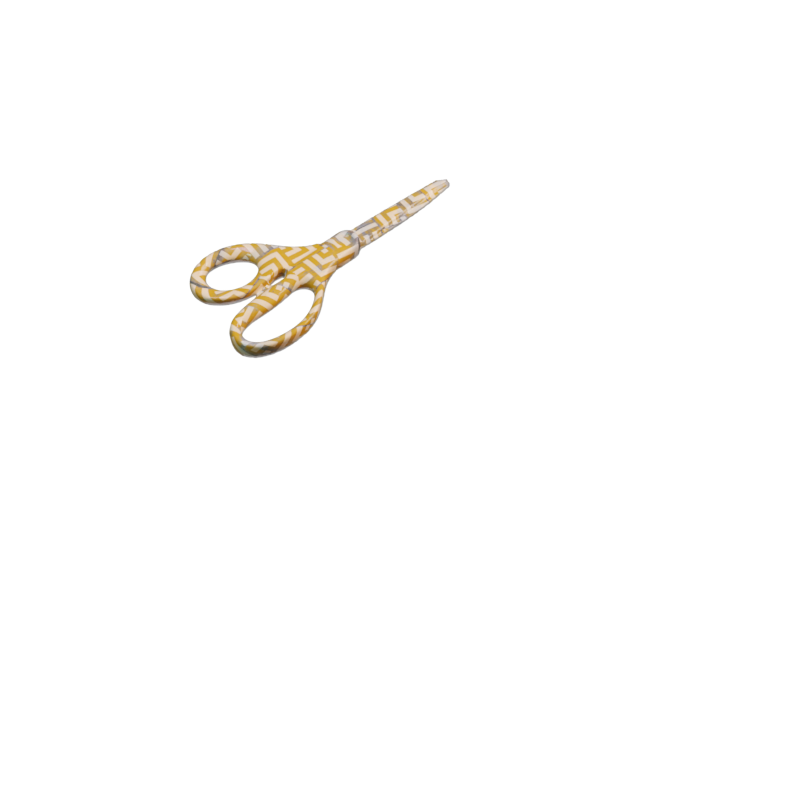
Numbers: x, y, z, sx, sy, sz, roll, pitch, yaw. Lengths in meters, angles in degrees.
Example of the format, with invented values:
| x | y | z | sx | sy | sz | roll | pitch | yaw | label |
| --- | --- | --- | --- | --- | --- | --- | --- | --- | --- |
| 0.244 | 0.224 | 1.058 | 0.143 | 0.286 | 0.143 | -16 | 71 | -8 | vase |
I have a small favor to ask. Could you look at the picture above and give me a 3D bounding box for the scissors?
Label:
| x | y | z | sx | sy | sz | roll | pitch | yaw | label |
| --- | --- | --- | --- | --- | --- | --- | --- | --- | --- |
| -0.057 | -0.103 | 0.724 | 0.100 | 0.015 | 0.207 | 23 | 52 | 20 | scissors |
